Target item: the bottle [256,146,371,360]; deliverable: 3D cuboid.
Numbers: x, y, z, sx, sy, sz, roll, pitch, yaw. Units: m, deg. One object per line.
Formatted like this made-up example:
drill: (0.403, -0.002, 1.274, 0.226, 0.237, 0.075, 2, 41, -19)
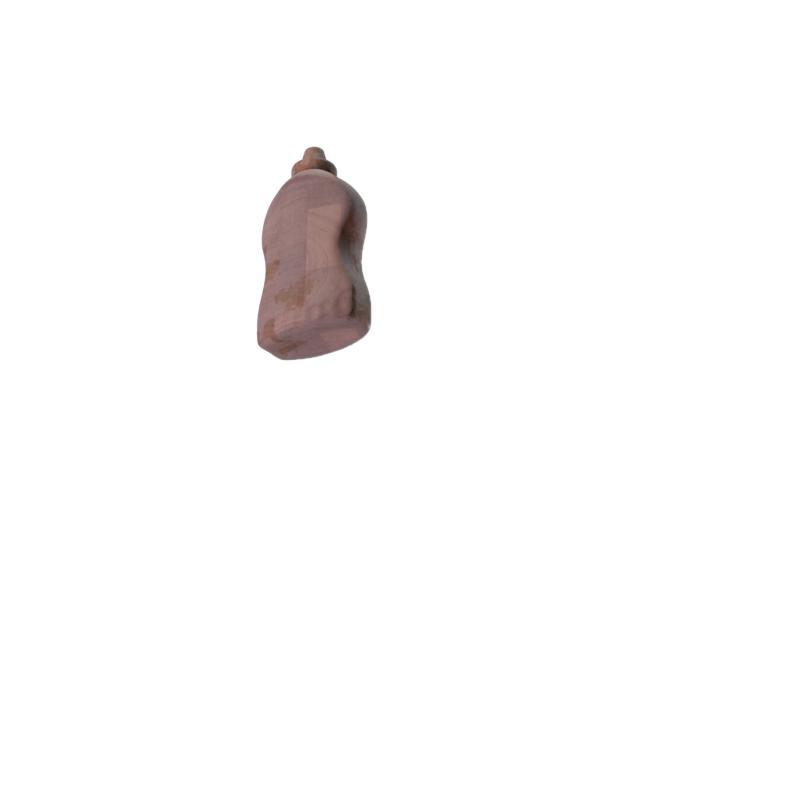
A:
bottle: (-0.073, -0.134, 0.940, 0.097, 0.204, 0.054, -20, -34, 28)
